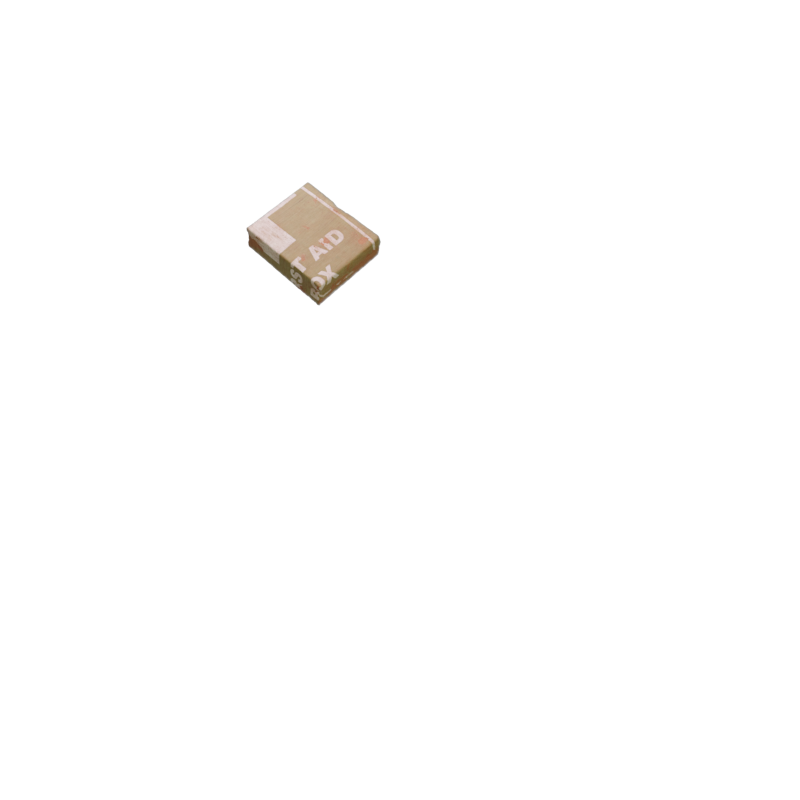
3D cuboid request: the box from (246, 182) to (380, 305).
[{"bbox_3d":[-0.073,-0.134,0.936,0.094,0.074,0.028,39,-26,23],"label":"box"}]
